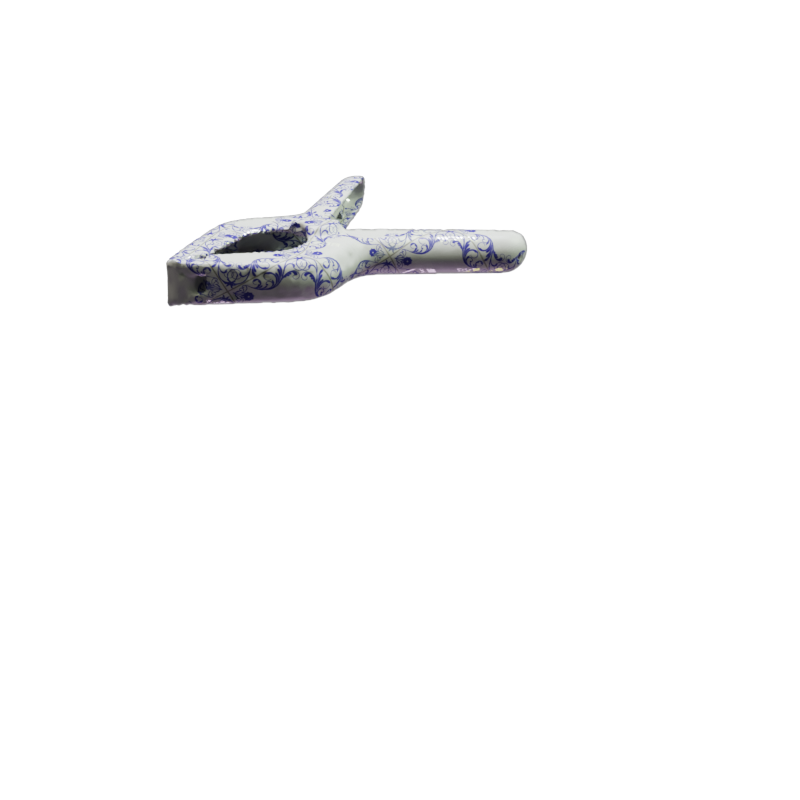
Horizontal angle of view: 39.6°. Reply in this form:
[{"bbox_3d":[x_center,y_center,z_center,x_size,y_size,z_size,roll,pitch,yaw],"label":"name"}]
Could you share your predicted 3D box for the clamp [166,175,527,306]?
[{"bbox_3d":[-0.053,-0.097,0.677,0.206,0.035,0.176,-15,30,-29],"label":"clamp"}]
